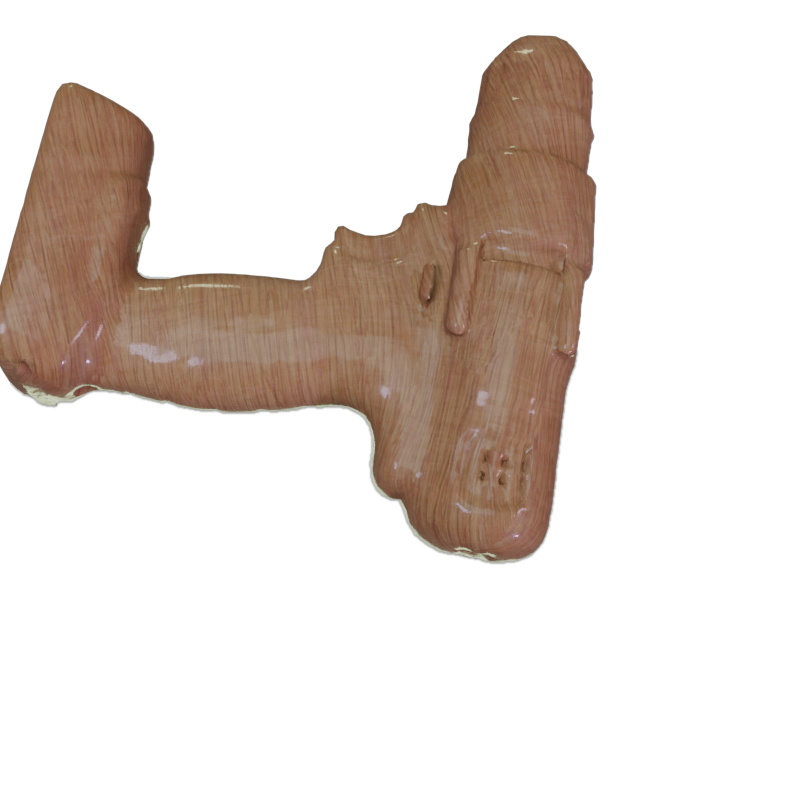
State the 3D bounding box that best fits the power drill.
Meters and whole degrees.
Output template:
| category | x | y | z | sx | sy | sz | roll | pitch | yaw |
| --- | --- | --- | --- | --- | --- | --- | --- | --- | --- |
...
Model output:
| category | x | y | z | sx | sy | sz | roll | pitch | yaw |
| --- | --- | --- | --- | --- | --- | --- | --- | --- | --- |
| power drill | -0.029 | -0.053 | 0.375 | 0.189 | 0.192 | 0.055 | 9 | -20 | 3 |
